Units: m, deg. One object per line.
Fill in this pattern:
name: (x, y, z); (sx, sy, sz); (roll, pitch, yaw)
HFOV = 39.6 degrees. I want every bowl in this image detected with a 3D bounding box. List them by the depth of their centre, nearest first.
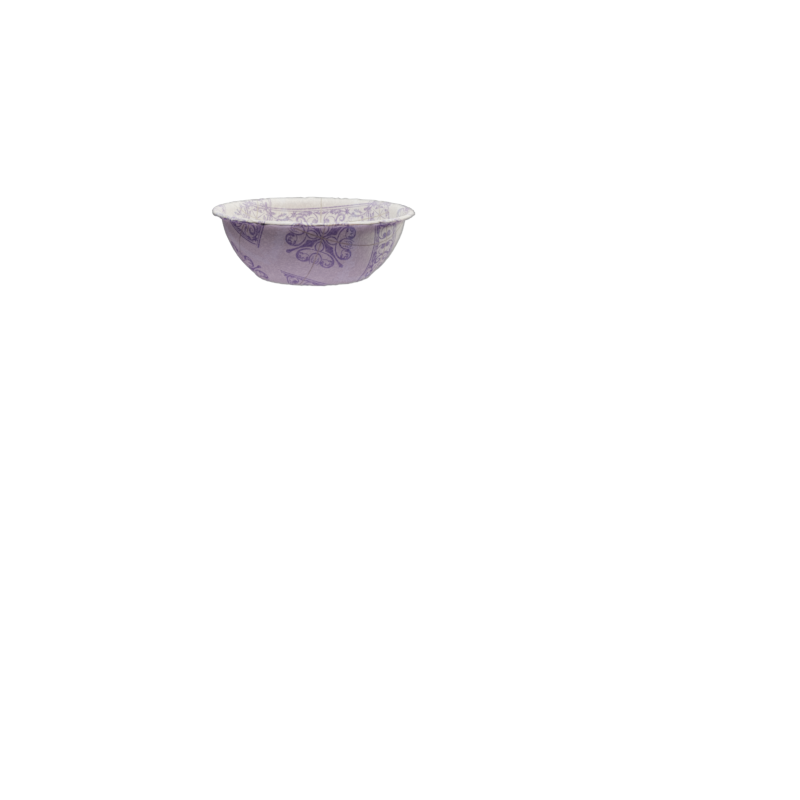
bowl: (-0.069, -0.126, 0.886); (0.162, 0.053, 0.167); (-1, 16, -2)
